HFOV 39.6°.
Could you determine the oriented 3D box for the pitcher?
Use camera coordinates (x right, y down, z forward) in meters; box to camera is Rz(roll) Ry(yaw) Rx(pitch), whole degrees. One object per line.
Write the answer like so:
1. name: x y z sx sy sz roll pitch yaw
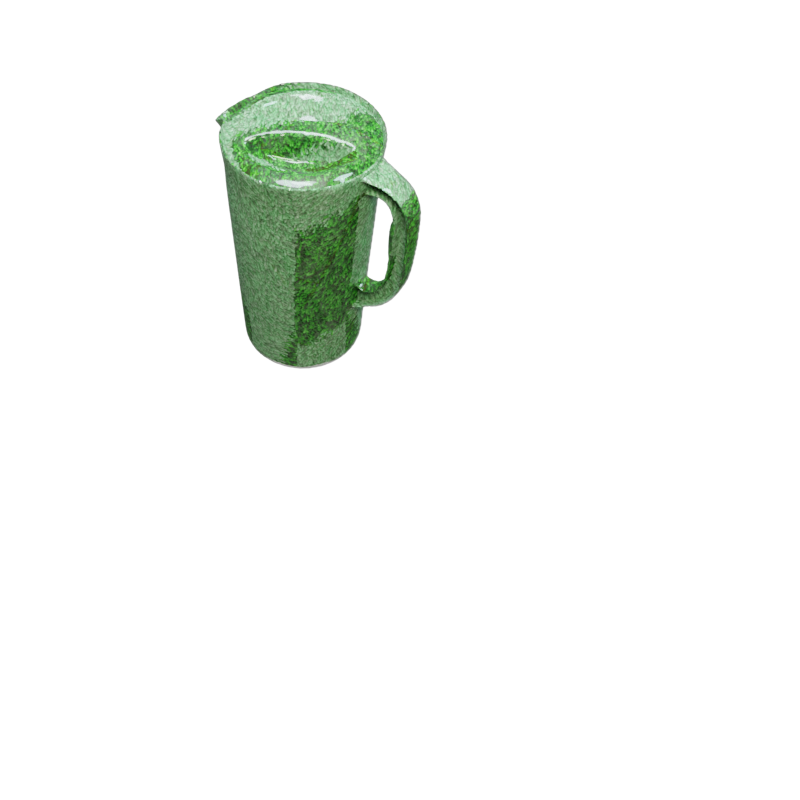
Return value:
1. pitcher: -0.074 -0.135 0.946 0.143 0.161 0.226 -9 -40 -11
